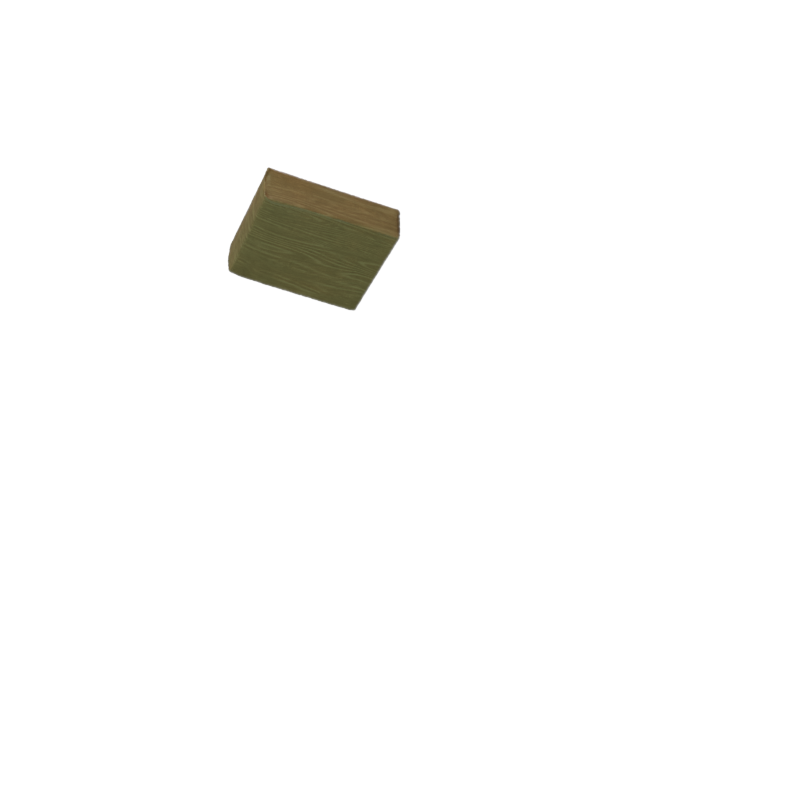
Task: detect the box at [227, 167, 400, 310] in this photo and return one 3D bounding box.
[{"bbox_3d":[-0.068,-0.123,0.866,0.110,0.042,0.086,16,-45,-17],"label":"box"}]
